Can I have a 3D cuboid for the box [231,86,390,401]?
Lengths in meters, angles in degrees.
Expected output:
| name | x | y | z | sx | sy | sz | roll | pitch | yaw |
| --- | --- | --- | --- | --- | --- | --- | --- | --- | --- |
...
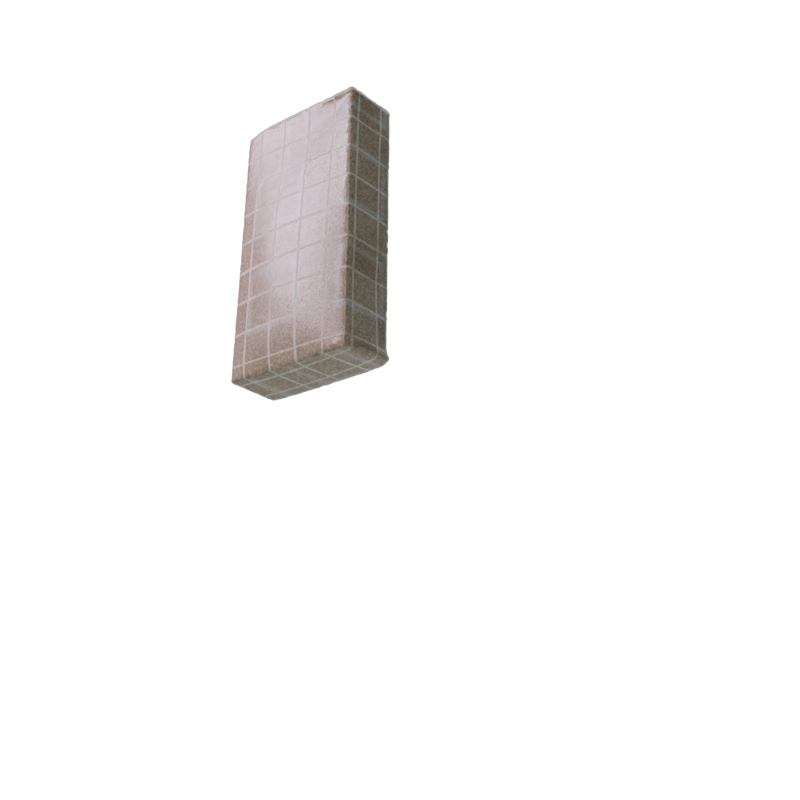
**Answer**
| name | x | y | z | sx | sy | sz | roll | pitch | yaw |
| --- | --- | --- | --- | --- | --- | --- | --- | --- | --- |
| box | -0.053 | -0.097 | 0.678 | 0.094 | 0.187 | 0.045 | -20 | -31 | 34 |
